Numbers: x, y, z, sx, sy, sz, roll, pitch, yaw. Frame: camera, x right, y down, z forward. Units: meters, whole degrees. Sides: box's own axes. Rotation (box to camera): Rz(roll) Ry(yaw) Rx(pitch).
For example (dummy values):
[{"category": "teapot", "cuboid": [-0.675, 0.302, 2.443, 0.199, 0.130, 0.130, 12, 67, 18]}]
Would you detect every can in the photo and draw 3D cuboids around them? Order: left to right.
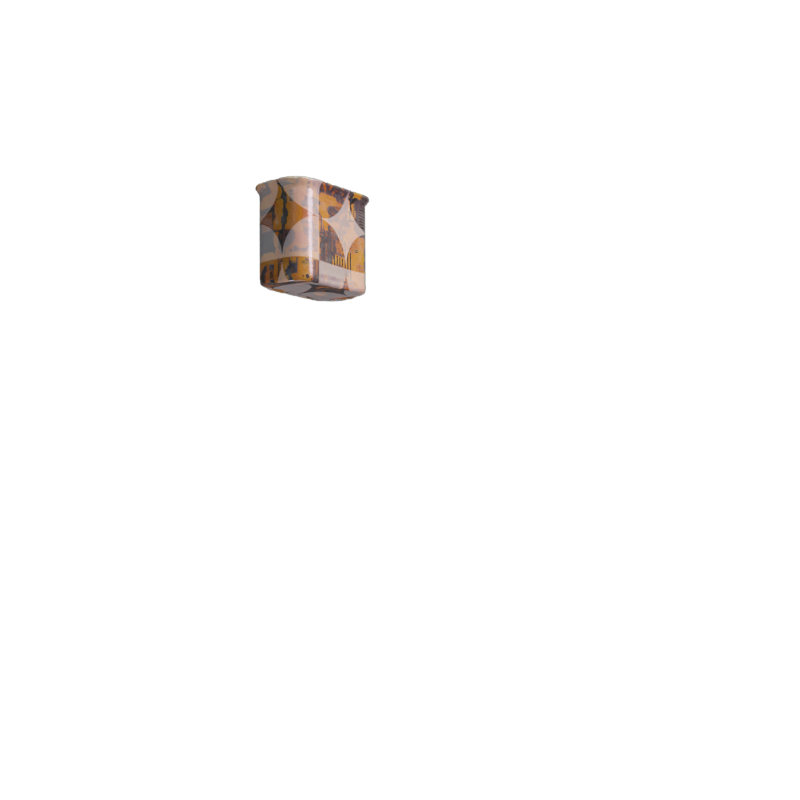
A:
[{"category": "can", "cuboid": [-0.071, -0.129, 0.906, 0.059, 0.086, 0.097, -9, -12, 37]}]
